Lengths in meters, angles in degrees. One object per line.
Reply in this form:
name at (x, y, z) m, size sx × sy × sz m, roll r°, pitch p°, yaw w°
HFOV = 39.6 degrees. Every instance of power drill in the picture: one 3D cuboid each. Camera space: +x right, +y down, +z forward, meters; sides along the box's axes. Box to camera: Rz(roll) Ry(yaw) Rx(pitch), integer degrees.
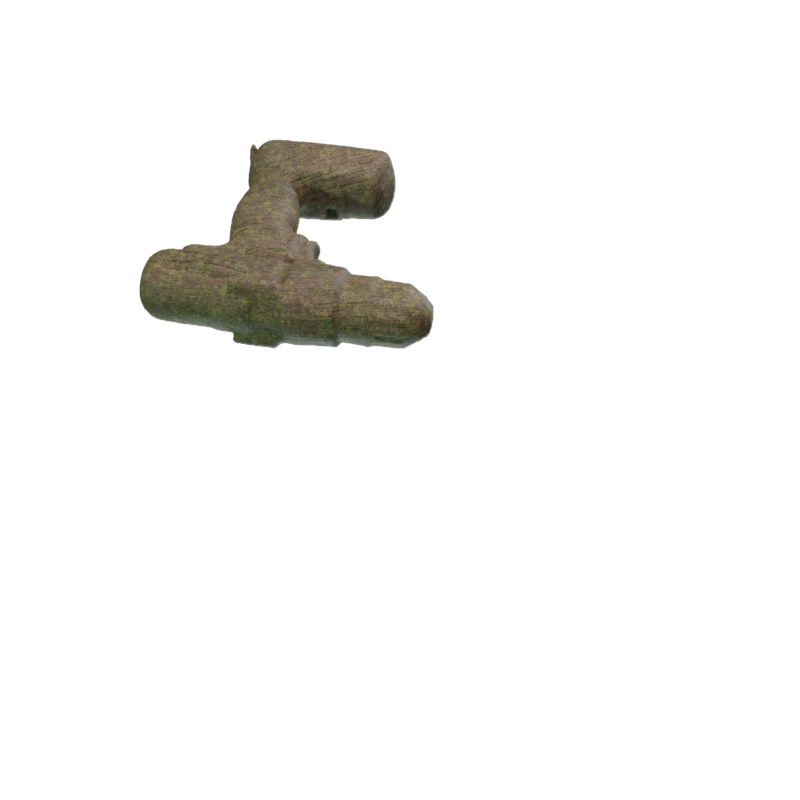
power drill at (-0.058, -0.105, 0.735) m, size 0.188 × 0.054 × 0.197 m, roll 8°, pitch 37°, yaw 11°
